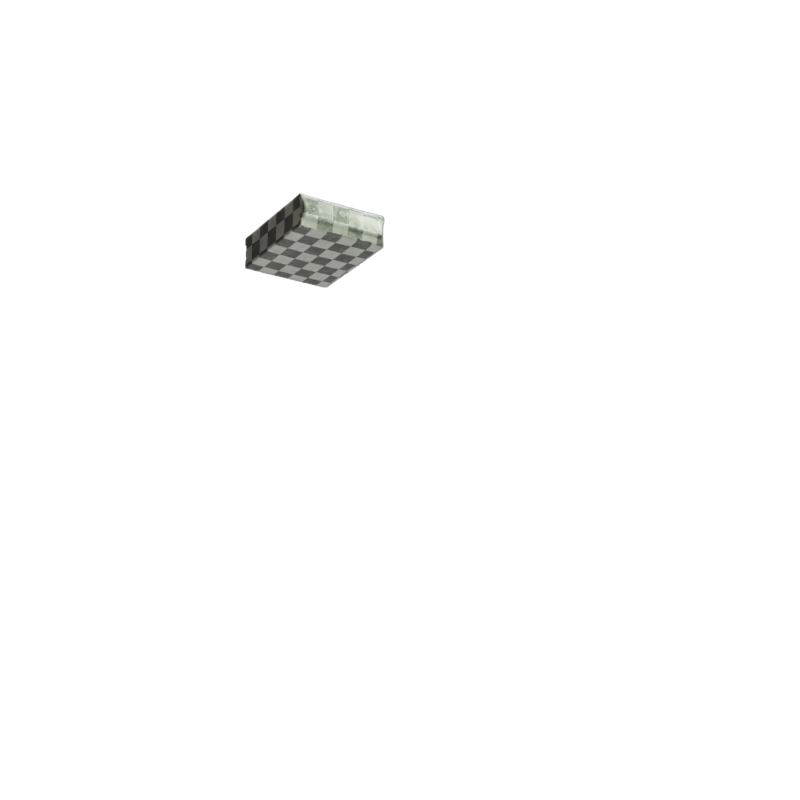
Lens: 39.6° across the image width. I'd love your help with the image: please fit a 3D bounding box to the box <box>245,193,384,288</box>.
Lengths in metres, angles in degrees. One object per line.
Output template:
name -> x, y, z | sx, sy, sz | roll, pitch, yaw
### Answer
box -> -0.065, -0.119, 0.833 | 0.070, 0.032, 0.089 | 12, -23, -30
